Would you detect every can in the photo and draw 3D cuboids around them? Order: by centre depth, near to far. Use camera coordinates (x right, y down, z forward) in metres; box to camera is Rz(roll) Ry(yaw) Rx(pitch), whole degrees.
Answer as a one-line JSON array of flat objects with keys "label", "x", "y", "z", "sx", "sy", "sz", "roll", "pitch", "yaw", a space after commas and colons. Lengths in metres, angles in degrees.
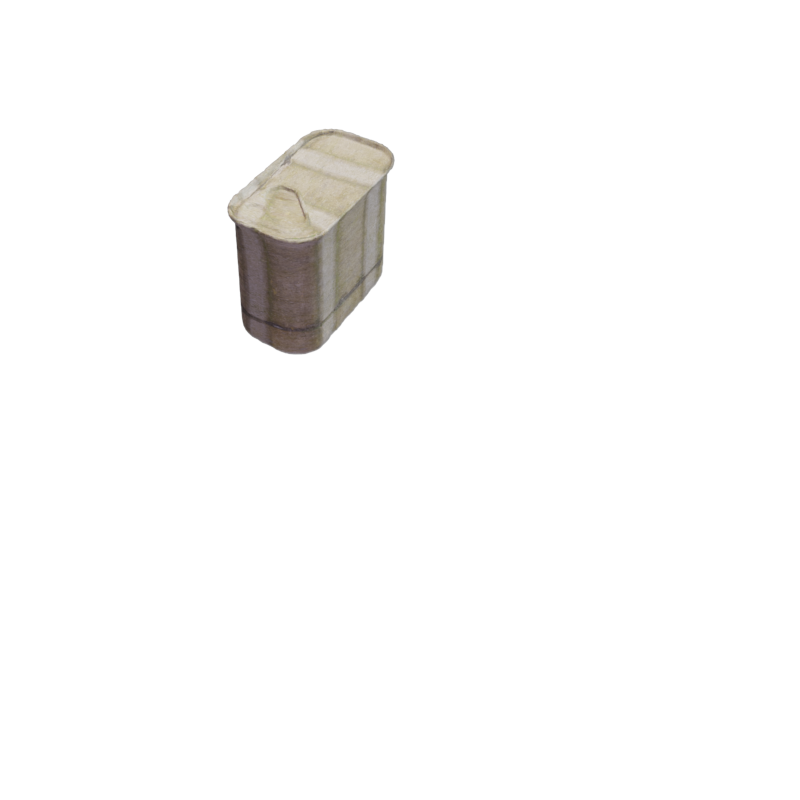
[{"label": "can", "x": -0.048, "y": -0.088, "z": 0.614, "sx": 0.060, "sy": 0.078, "sz": 0.105, "roll": 22, "pitch": 47, "yaw": 20}]
